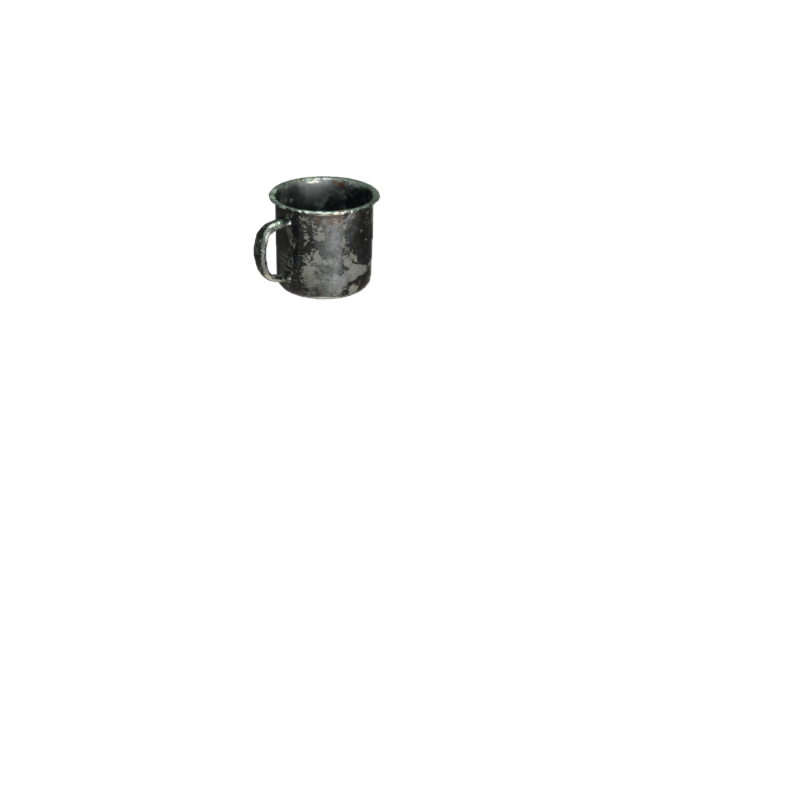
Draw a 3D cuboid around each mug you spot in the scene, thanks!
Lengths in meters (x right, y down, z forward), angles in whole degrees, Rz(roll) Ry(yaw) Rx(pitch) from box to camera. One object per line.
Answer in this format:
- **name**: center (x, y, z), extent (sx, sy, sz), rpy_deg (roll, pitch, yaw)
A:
- **mug**: center (-0.073, -0.133, 0.933), extent (0.116, 0.077, 0.099), rpy_deg (-23, 35, -38)
